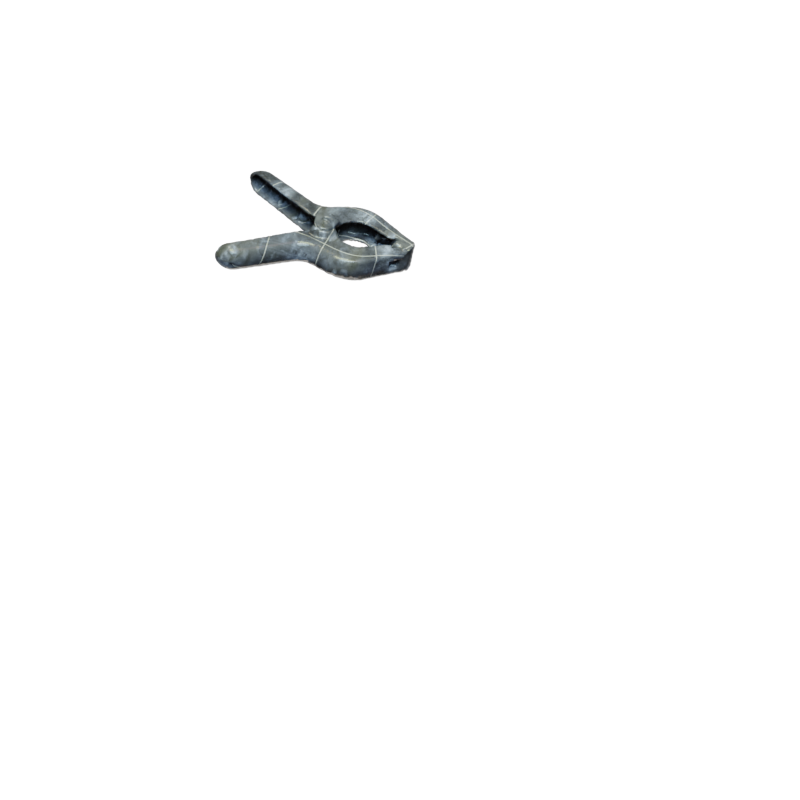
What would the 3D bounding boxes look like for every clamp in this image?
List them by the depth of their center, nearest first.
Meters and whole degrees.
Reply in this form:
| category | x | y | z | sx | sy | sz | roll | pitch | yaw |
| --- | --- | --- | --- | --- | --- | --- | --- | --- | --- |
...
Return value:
| category | x | y | z | sx | sy | sz | roll | pitch | yaw |
| --- | --- | --- | --- | --- | --- | --- | --- | --- | --- |
| clamp | -0.077 | -0.140 | 0.984 | 0.176 | 0.125 | 0.037 | 18 | -35 | 13 |
